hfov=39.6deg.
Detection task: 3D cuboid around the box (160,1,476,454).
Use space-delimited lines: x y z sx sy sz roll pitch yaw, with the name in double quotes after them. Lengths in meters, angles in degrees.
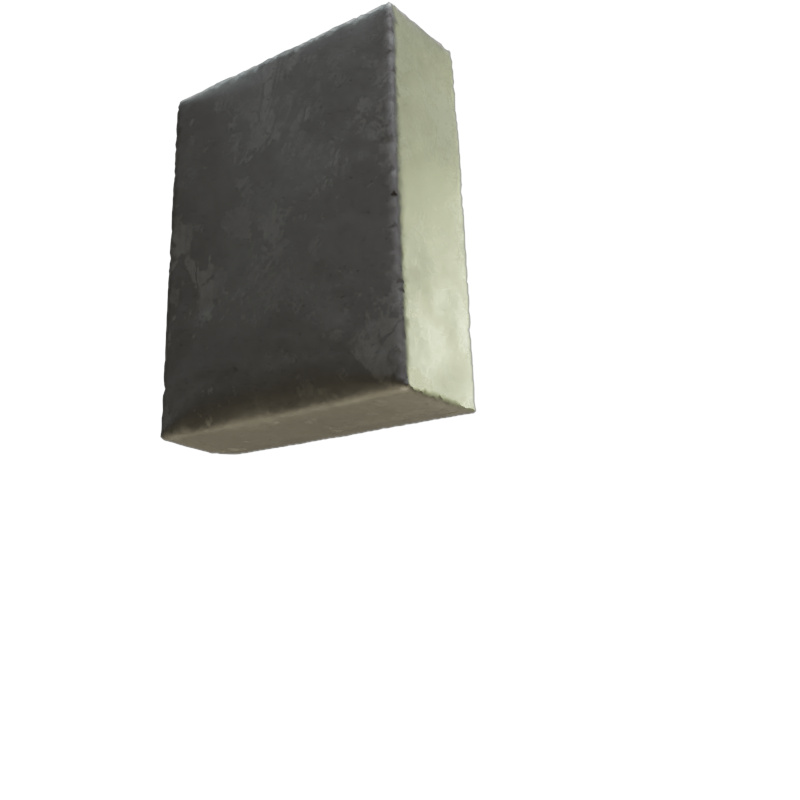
-0.048 -0.088 0.614 0.167 0.225 0.067 -16 -26 34 "box"
